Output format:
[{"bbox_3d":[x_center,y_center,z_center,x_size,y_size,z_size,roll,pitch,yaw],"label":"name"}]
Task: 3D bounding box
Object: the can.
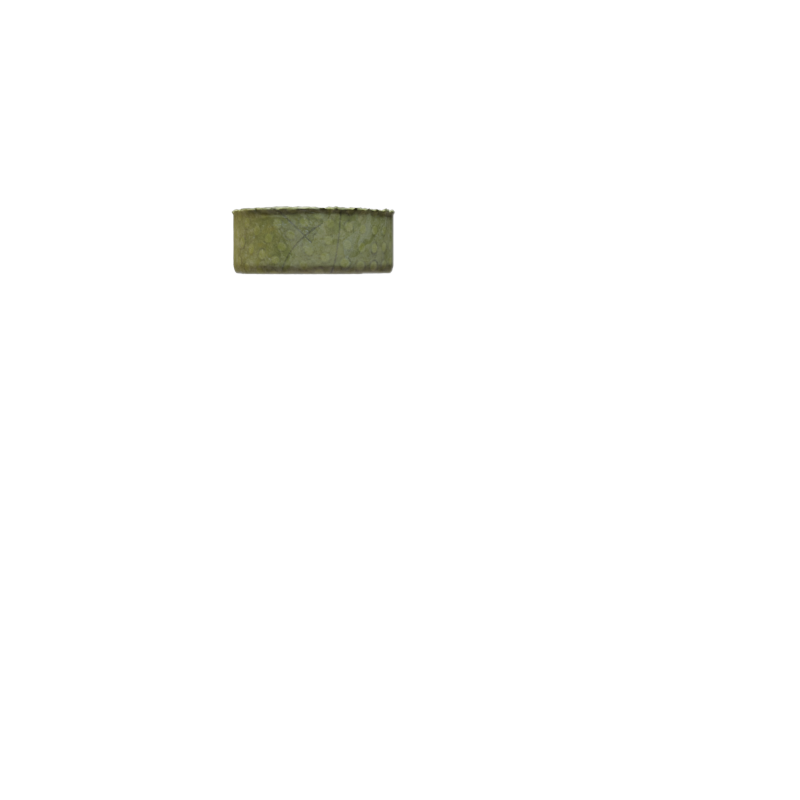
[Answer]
[{"bbox_3d":[-0.046,-0.083,0.583,0.086,0.033,0.087,0,6,-2],"label":"can"}]
